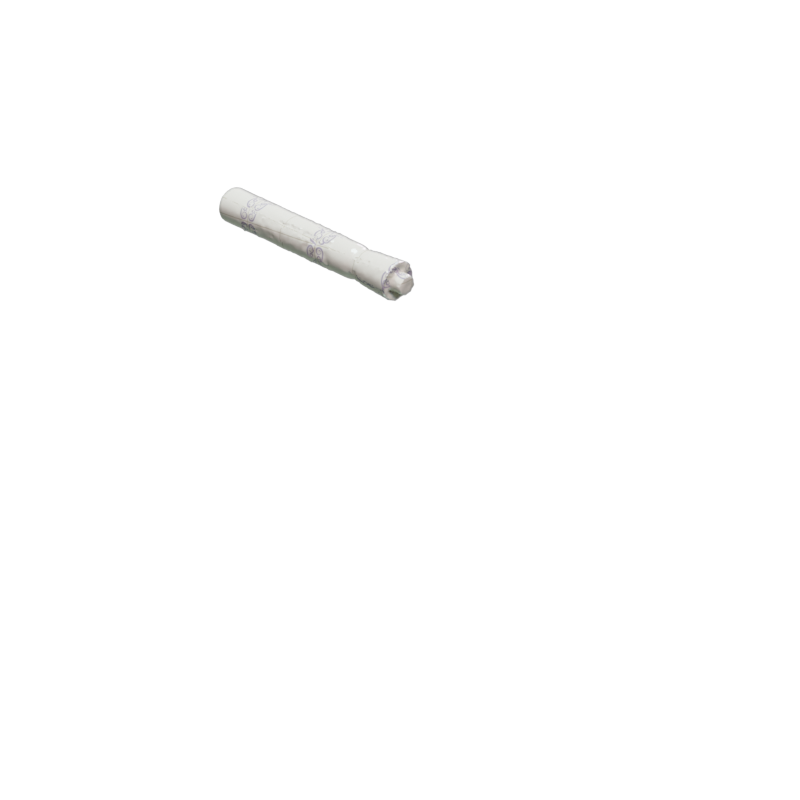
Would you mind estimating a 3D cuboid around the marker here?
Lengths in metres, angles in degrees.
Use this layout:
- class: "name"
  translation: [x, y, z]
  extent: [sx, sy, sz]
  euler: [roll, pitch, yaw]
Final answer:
- class: "marker"
  translation: [-0.041, -0.075, 0.525]
  extent: [0.129, 0.019, 0.019]
  euler: [29, 22, 38]
